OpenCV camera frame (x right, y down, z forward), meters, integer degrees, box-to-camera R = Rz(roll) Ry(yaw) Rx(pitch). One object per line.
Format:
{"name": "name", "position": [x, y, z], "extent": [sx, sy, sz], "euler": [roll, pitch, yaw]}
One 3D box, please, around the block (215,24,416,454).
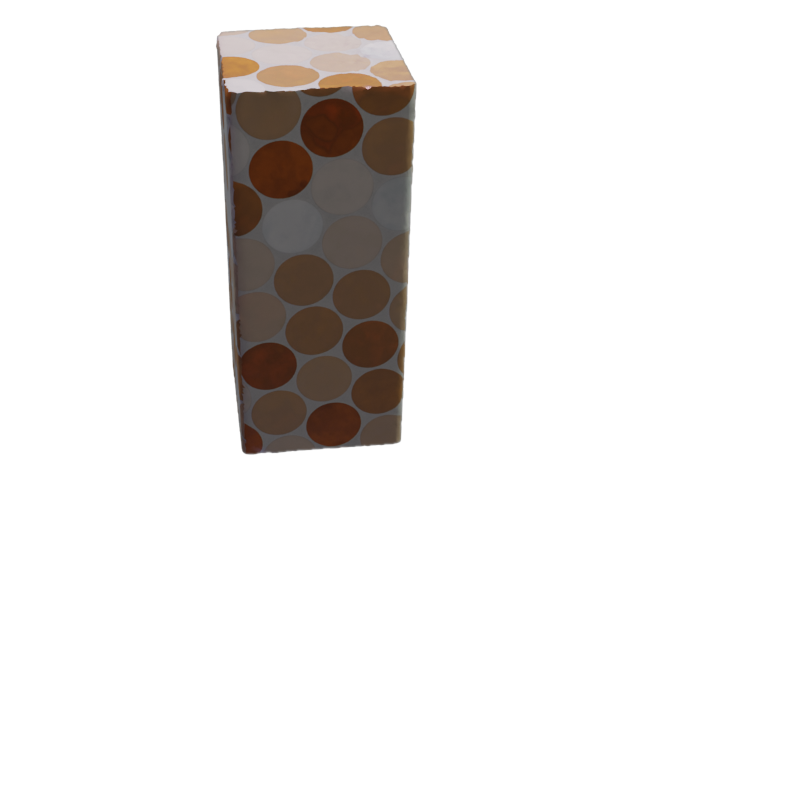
{"name": "block", "position": [-0.046, -0.084, 0.585], "extent": [0.089, 0.194, 0.097], "euler": [-3, 32, -9]}
